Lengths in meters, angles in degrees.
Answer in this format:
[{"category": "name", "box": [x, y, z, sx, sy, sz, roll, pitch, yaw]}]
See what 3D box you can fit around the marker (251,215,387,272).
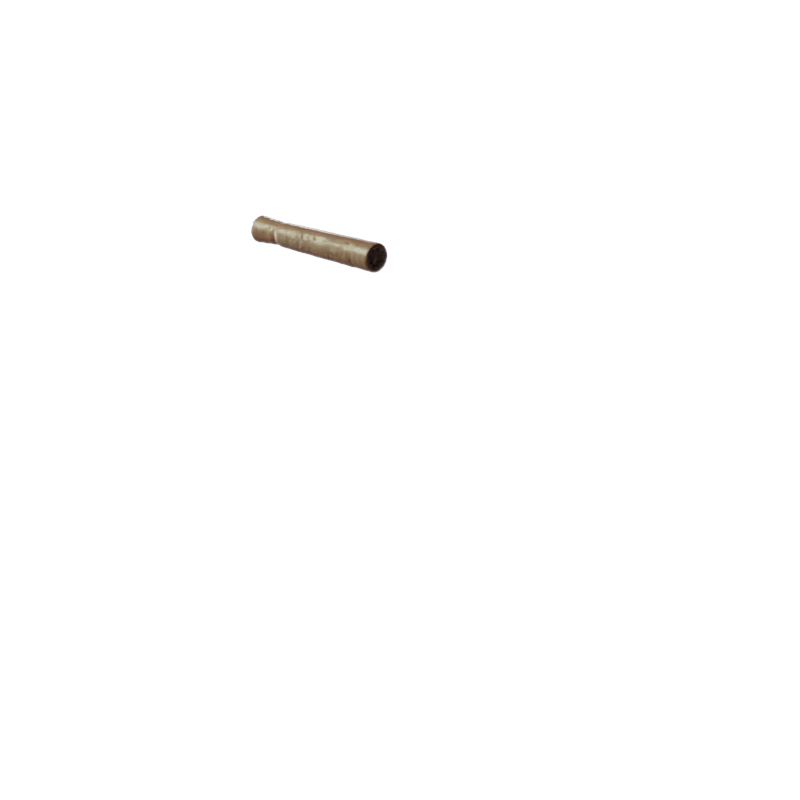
[{"category": "marker", "box": [-0.057, -0.105, 0.733, 0.019, 0.019, 0.128, -4, 17, -43]}]
